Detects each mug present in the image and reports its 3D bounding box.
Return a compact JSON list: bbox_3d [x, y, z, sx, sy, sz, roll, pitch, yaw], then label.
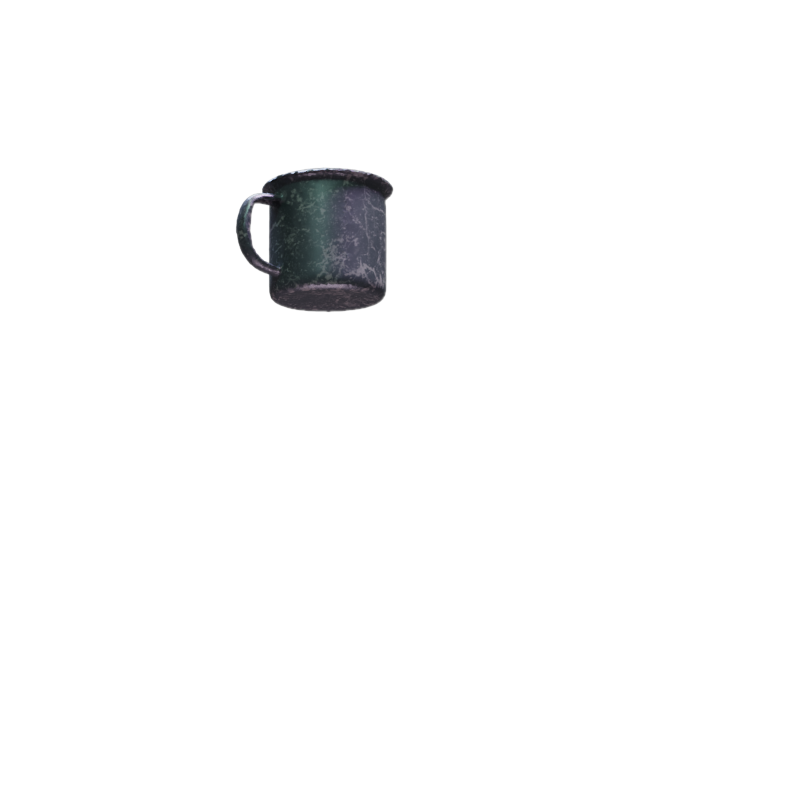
[{"bbox_3d":[-0.060,-0.110,0.769,0.112,0.084,0.094,8,-14,-36],"label":"mug"}]
